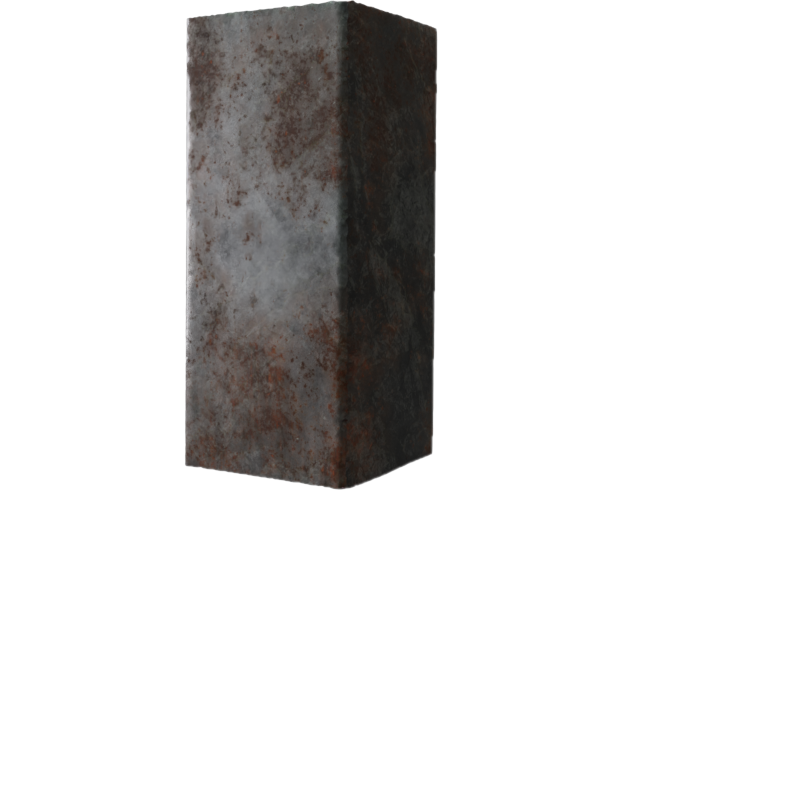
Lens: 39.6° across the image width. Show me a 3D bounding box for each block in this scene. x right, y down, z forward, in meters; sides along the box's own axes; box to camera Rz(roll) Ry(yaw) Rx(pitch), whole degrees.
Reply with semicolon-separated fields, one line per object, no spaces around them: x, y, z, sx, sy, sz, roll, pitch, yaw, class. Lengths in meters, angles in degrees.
-0.040;-0.075;0.523;0.094;0.205;0.087;2;3;30;block
